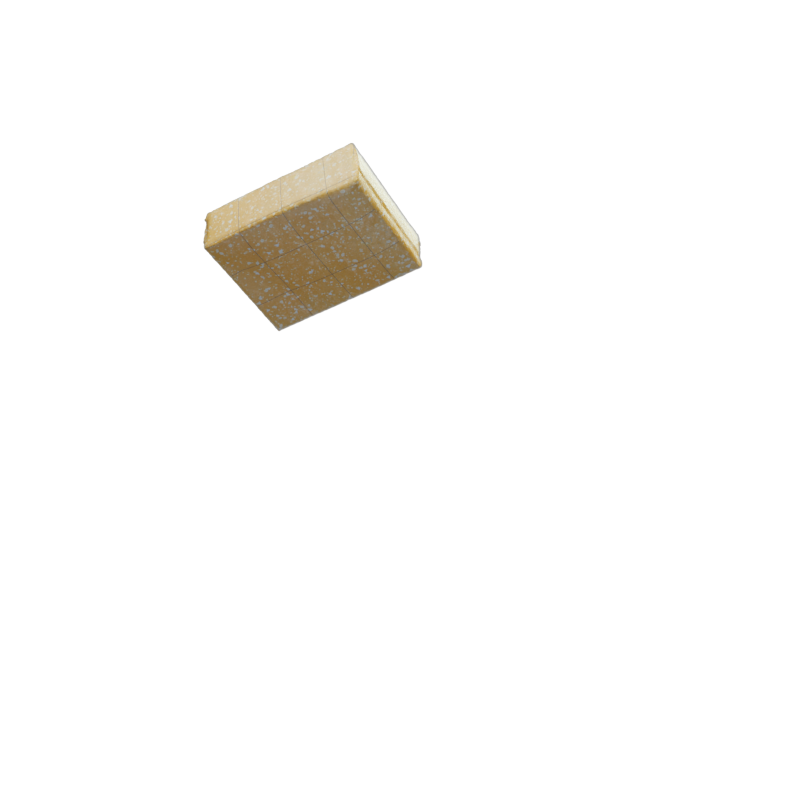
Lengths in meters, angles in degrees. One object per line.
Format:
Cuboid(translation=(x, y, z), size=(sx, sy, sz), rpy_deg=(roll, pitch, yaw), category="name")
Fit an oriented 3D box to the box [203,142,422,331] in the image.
Cuboid(translation=(-0.056, -0.102, 0.711), size=(0.114, 0.042, 0.083), rpy_deg=(-21, -47, 20), category="box")
